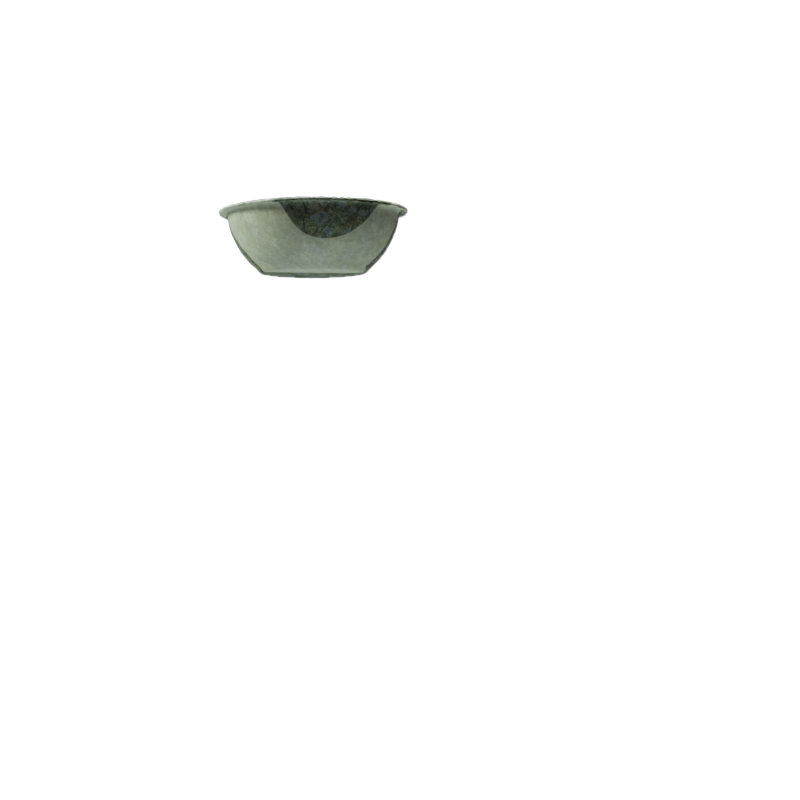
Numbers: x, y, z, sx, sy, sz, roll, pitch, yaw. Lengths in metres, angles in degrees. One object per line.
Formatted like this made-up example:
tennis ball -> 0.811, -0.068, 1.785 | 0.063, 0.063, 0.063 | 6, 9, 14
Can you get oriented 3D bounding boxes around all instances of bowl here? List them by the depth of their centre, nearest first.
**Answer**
bowl -> -0.074, -0.135, 0.947 | 0.162, 0.055, 0.161 | 0, 0, -2
